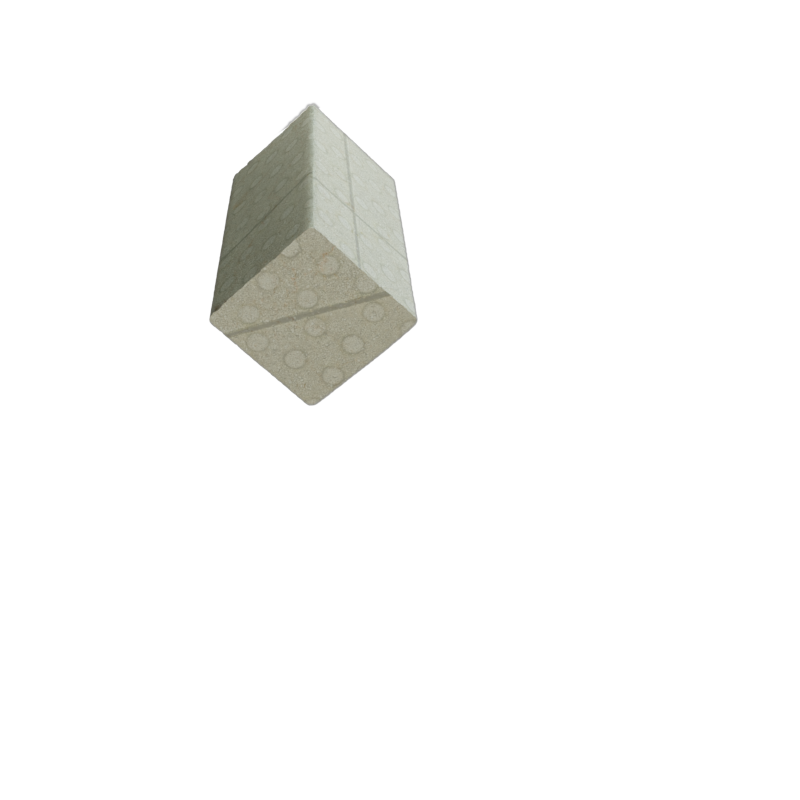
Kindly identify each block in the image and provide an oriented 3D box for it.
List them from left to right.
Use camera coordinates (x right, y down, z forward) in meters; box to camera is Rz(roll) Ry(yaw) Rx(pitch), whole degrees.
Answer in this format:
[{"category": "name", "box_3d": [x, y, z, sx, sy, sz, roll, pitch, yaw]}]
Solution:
[{"category": "block", "box_3d": [-0.058, -0.104, 0.735, 0.086, 0.089, 0.219, 41, 21, -25]}]
